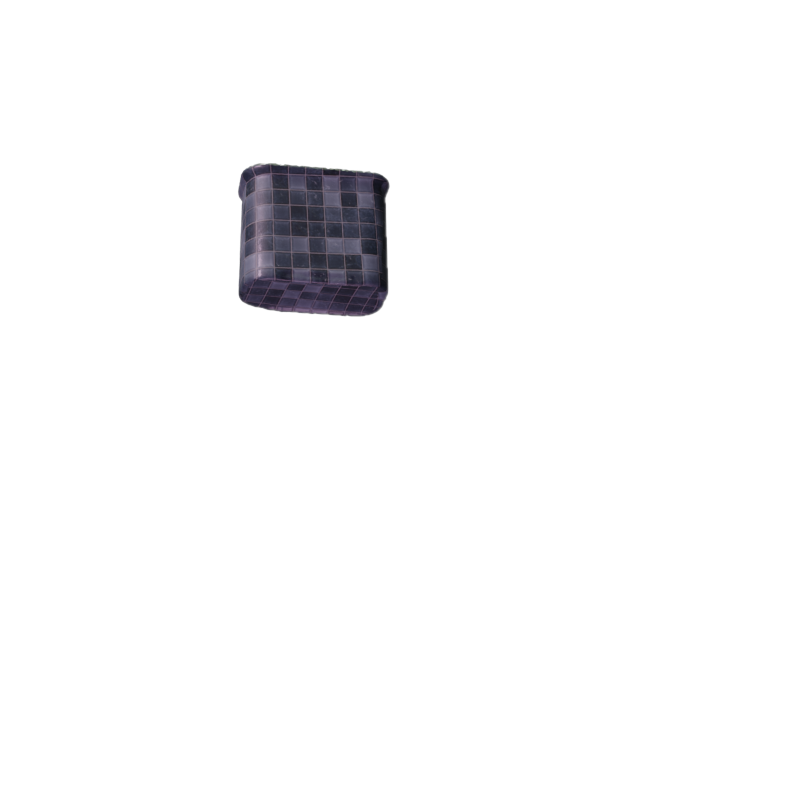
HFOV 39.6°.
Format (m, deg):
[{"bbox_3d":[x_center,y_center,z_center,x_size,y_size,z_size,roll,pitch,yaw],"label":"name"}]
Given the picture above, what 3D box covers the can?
[{"bbox_3d":[-0.058,-0.106,0.740,0.100,0.089,0.055,3,-25,-9],"label":"can"}]
